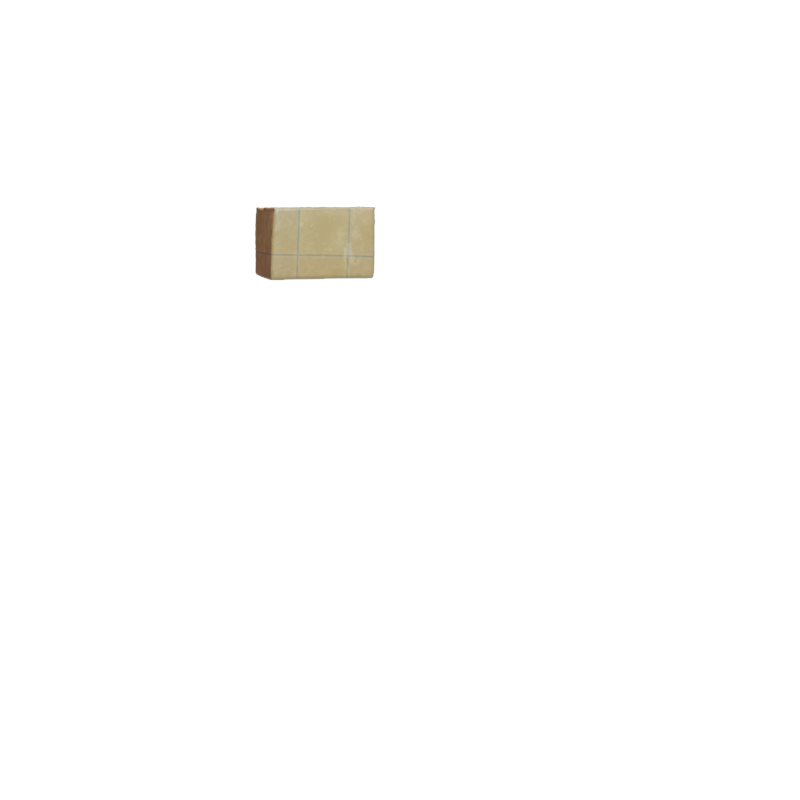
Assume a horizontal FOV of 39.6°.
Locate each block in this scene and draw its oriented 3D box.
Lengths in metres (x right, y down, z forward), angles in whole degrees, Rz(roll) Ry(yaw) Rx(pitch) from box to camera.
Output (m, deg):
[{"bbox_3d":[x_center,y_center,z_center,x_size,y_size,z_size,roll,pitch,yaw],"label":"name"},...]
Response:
[{"bbox_3d":[-0.063,-0.115,0.805,0.076,0.051,0.055,-3,7,-19],"label":"block"}]
